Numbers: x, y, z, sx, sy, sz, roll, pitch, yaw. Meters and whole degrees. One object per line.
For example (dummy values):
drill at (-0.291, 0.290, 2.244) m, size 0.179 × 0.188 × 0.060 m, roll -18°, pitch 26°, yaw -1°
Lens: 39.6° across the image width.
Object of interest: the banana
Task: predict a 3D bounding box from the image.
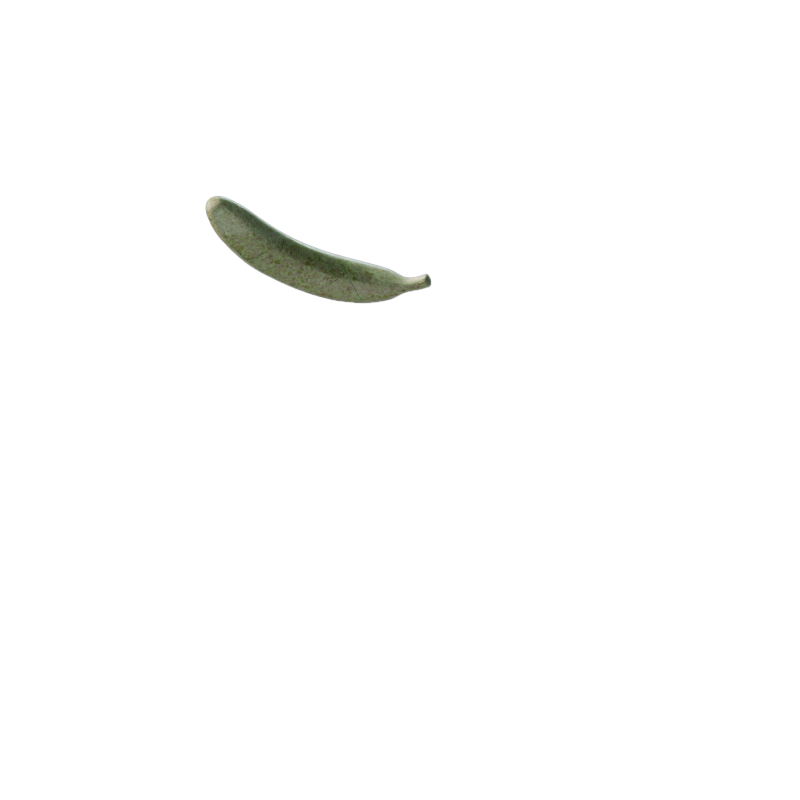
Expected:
banana at (-0.075, -0.116, 0.894) m, size 0.190 × 0.039 × 0.068 m, roll 16°, pitch -38°, yaw -23°
